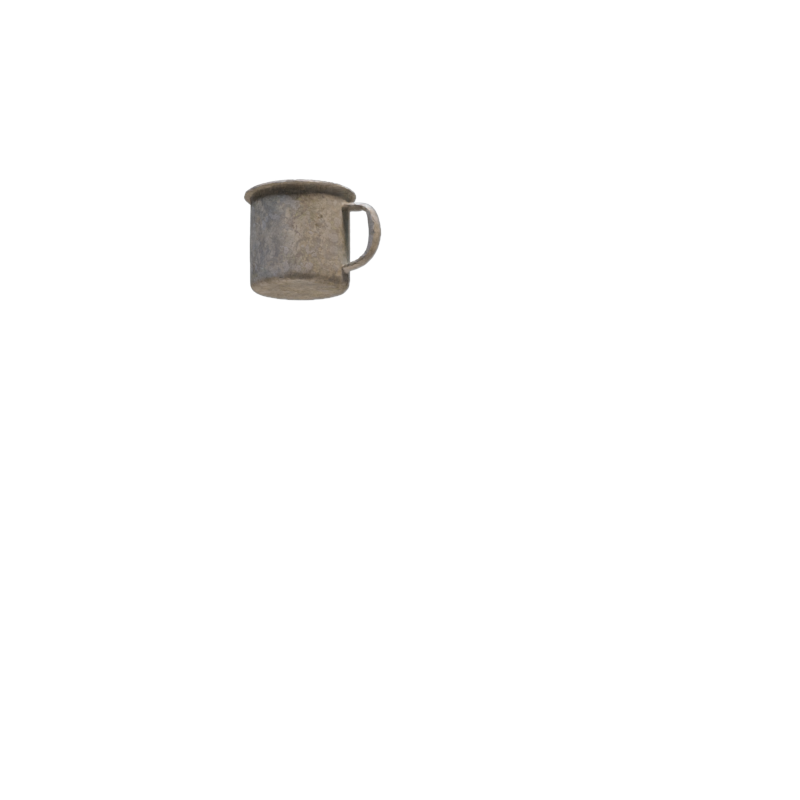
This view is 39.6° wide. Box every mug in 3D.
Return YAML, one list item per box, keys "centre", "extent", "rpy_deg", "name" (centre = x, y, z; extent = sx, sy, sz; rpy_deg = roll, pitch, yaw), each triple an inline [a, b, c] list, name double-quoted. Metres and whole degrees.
- centre: [-0.071, -0.129, 0.903]
  extent: [0.120, 0.084, 0.088]
  rpy_deg: [-4, -11, 21]
  name: "mug"
